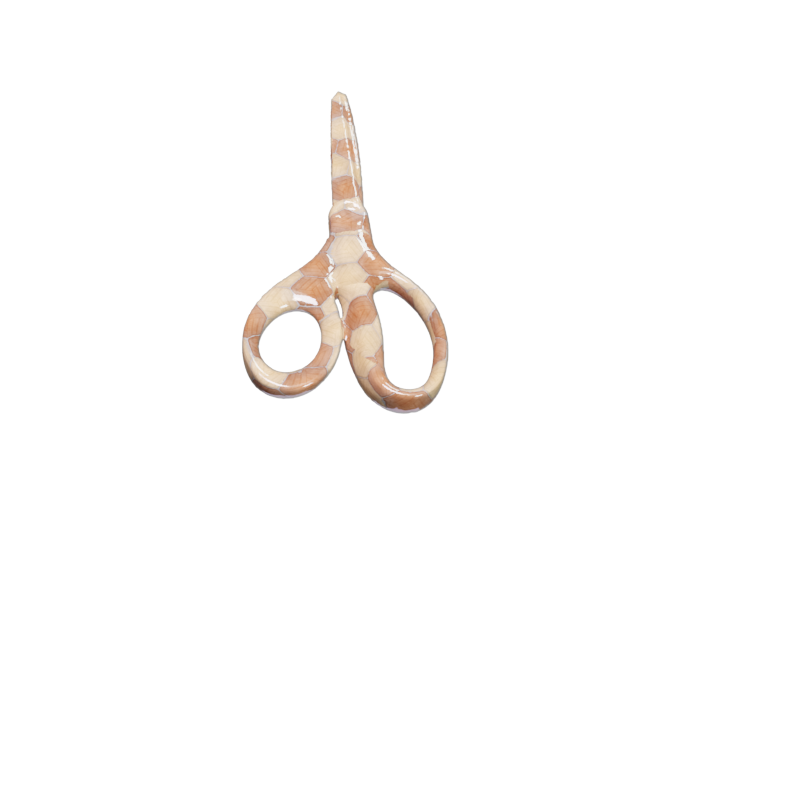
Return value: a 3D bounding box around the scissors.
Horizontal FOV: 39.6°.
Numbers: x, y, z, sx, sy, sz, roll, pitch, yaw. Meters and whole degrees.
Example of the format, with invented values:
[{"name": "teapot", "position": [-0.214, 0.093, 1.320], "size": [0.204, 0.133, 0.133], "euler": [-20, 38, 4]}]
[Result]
[{"name": "scissors", "position": [-0.040, -0.074, 0.517], "size": [0.095, 0.218, 0.015], "euler": [-14, -39, -12]}]
